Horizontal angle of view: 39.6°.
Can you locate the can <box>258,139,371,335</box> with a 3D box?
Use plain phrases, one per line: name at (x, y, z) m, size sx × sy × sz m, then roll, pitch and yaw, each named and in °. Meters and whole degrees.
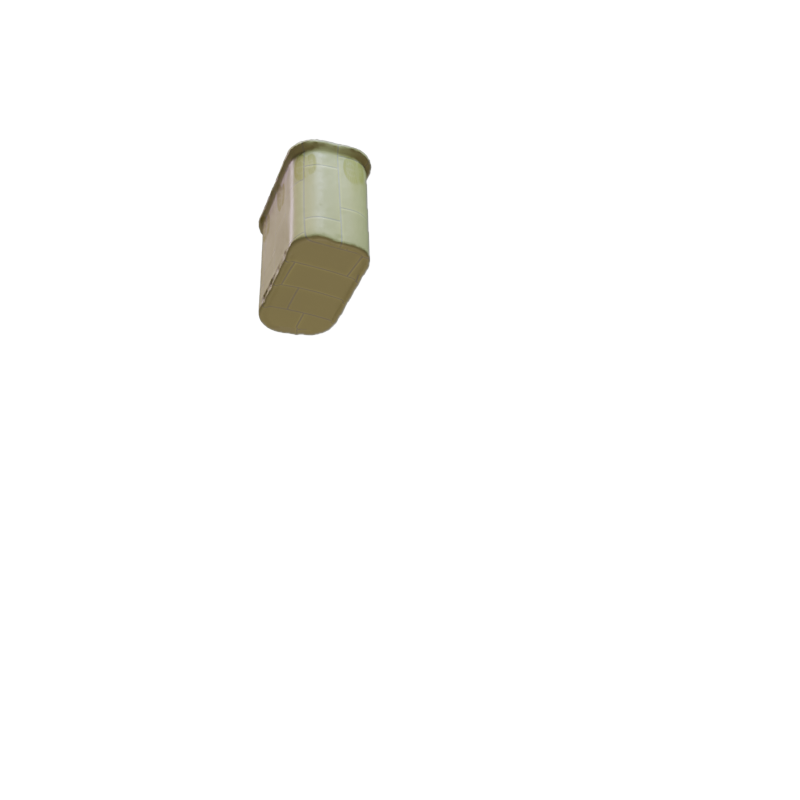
can at (-0.056, -0.103, 0.719) m, size 0.056 × 0.090 × 0.098 m, roll 12°, pitch -39°, yaw -18°
